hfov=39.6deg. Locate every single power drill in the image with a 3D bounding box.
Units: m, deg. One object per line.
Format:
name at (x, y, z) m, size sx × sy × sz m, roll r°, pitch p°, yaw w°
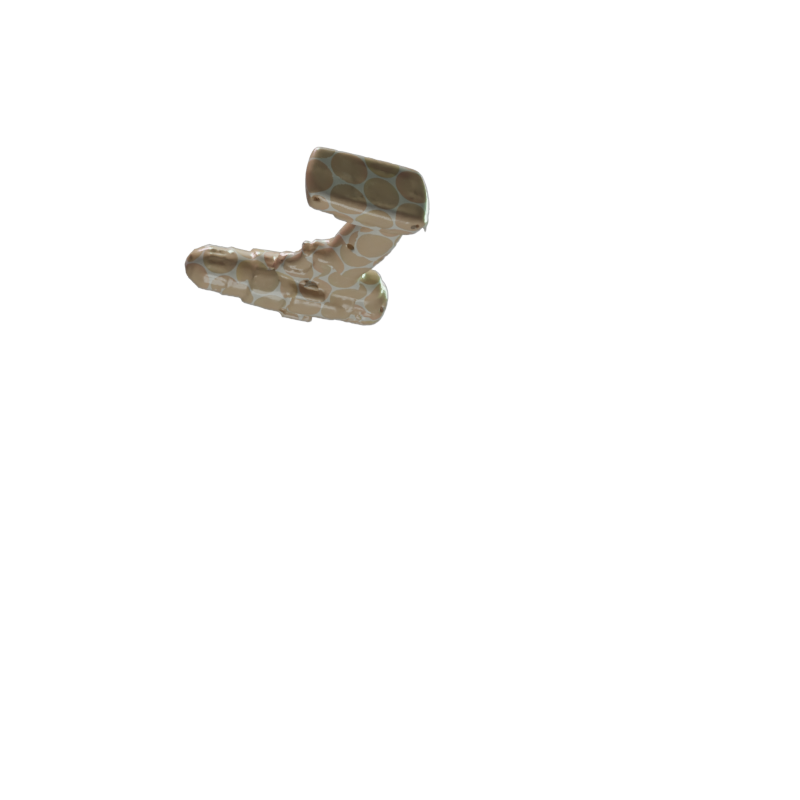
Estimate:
power drill at (-0.073, -0.132, 0.928) m, size 0.179 × 0.061 × 0.182 m, roll 10°, pitch -29°, yaw -19°
